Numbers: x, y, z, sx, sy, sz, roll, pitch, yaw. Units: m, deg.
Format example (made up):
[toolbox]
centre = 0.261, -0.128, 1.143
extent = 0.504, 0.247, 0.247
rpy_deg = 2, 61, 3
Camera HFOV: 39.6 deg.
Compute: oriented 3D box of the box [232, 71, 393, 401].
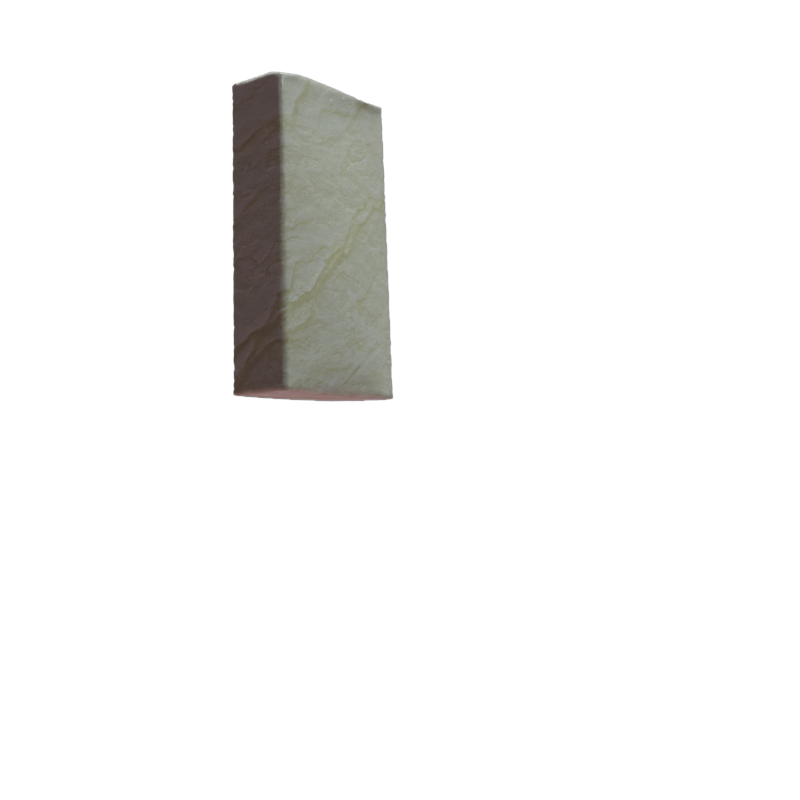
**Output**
[box]
centre = -0.049, -0.089, 0.624
extent = 0.049, 0.181, 0.089
rpy_deg = -9, -13, 39
